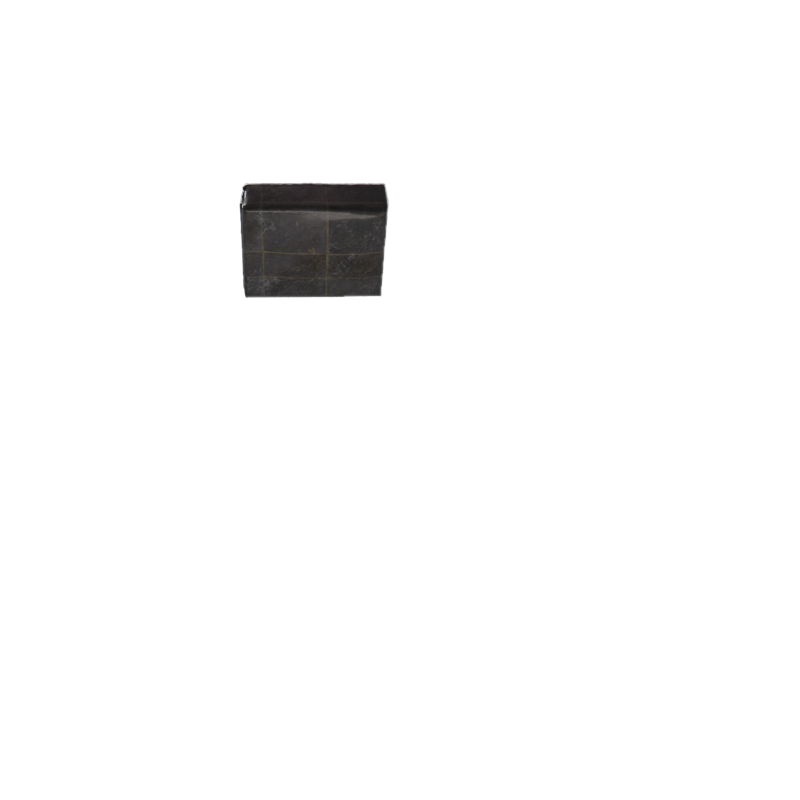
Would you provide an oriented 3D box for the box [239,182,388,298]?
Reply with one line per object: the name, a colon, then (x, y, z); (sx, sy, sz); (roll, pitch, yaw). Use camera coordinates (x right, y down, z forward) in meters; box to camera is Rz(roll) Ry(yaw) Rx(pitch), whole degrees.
box: (-0.068, -0.124, 0.869); (0.113, 0.084, 0.042); (2, 42, -2)
